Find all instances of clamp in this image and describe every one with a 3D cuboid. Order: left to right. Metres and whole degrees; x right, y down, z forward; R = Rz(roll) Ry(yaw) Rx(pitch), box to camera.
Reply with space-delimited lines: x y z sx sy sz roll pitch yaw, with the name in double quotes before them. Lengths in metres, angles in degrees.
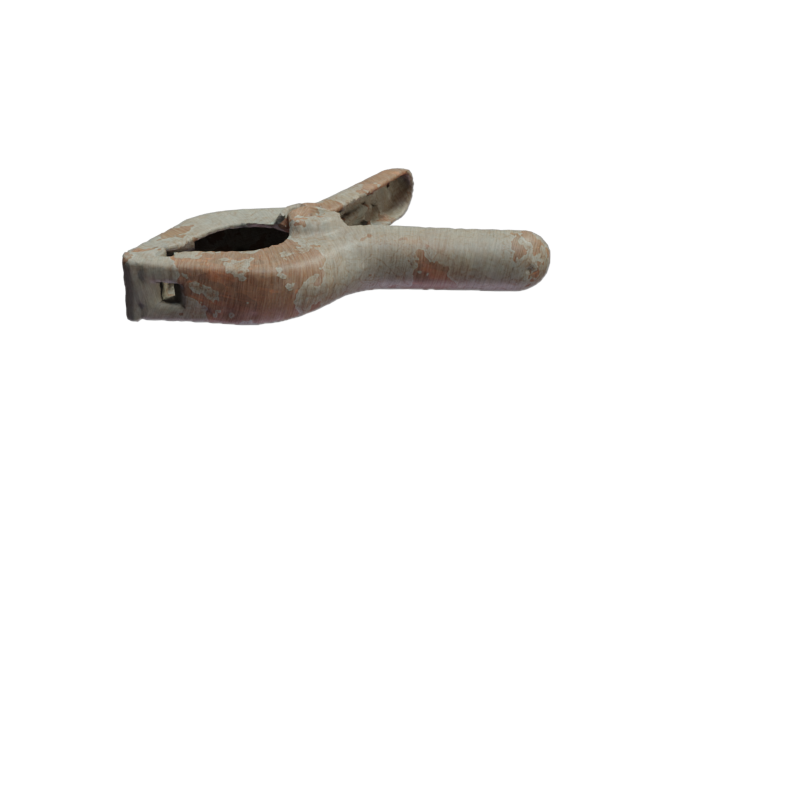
"clamp" -0.037 -0.068 0.476 0.168 0.038 0.127 -8 23 -19
